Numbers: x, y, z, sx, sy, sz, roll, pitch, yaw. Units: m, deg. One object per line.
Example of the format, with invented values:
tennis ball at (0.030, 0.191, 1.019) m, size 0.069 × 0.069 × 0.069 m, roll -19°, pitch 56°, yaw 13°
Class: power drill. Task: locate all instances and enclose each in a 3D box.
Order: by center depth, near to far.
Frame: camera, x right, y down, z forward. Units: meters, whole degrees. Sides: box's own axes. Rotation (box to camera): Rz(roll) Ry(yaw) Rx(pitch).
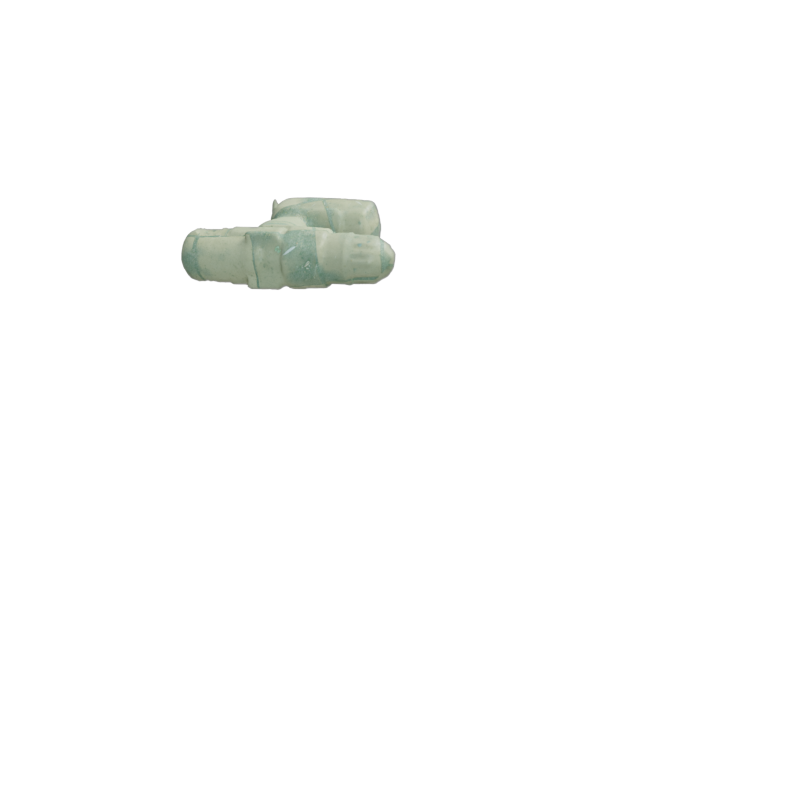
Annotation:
power drill at (-0.077, -0.140, 0.982) m, size 0.189 × 0.056 × 0.189 m, roll 5°, pitch 17°, yaw 16°
